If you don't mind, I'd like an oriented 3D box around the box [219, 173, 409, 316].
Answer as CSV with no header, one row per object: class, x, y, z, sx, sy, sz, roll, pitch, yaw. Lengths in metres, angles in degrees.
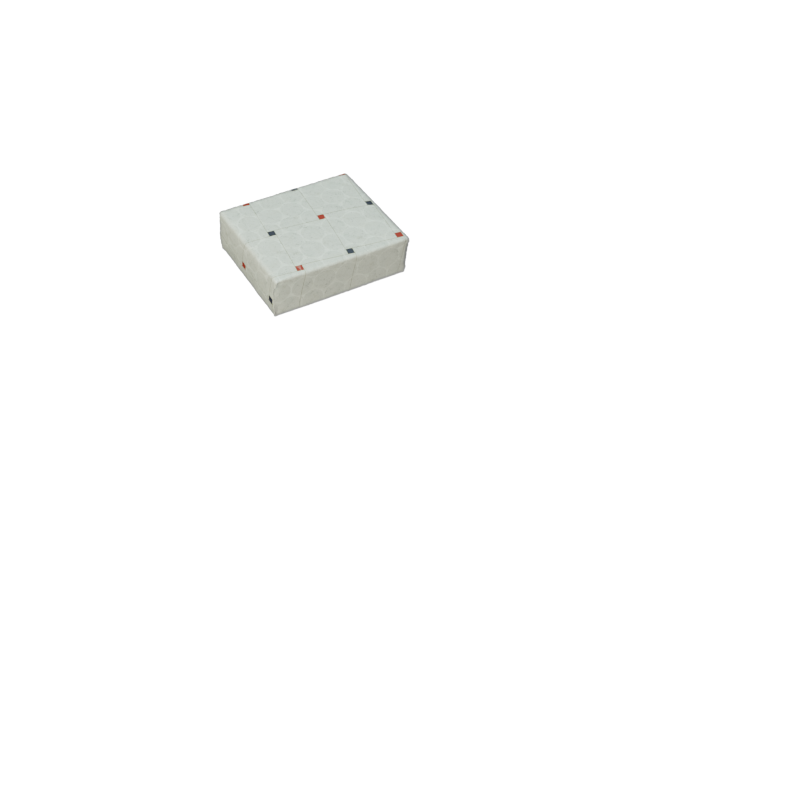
box,-0.064,-0.117,0.817,0.113,0.036,0.097,-23,49,-22
